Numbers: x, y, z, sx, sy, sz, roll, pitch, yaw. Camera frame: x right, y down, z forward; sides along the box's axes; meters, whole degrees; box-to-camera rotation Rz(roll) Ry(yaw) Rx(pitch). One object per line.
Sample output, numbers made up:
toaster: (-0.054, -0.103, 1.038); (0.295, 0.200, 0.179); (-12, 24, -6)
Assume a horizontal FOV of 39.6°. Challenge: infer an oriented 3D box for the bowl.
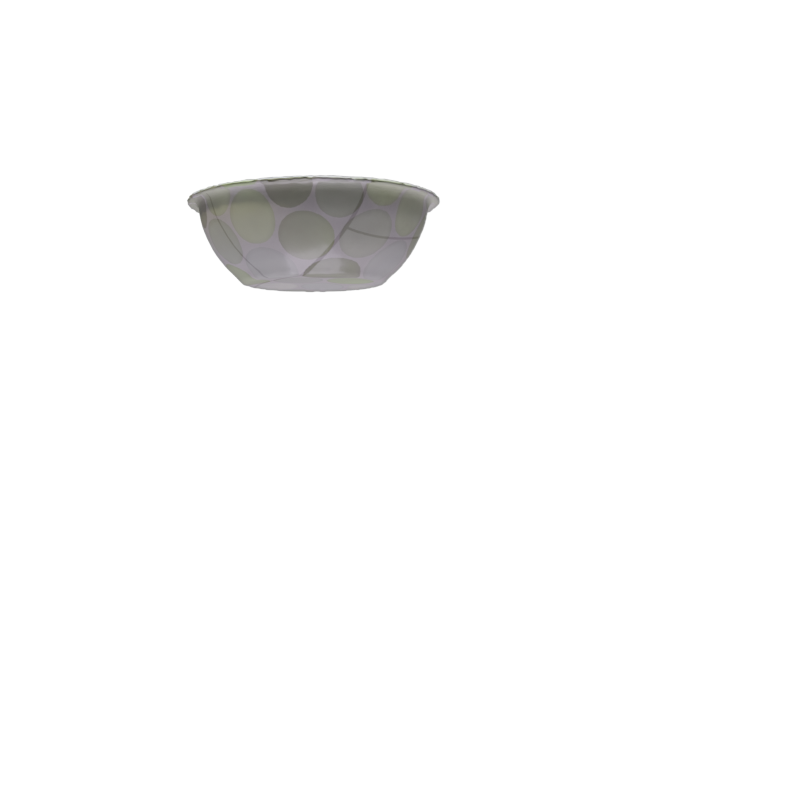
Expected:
bowl: (-0.055, -0.101, 0.708); (0.162, 0.056, 0.160); (0, -2, -2)
